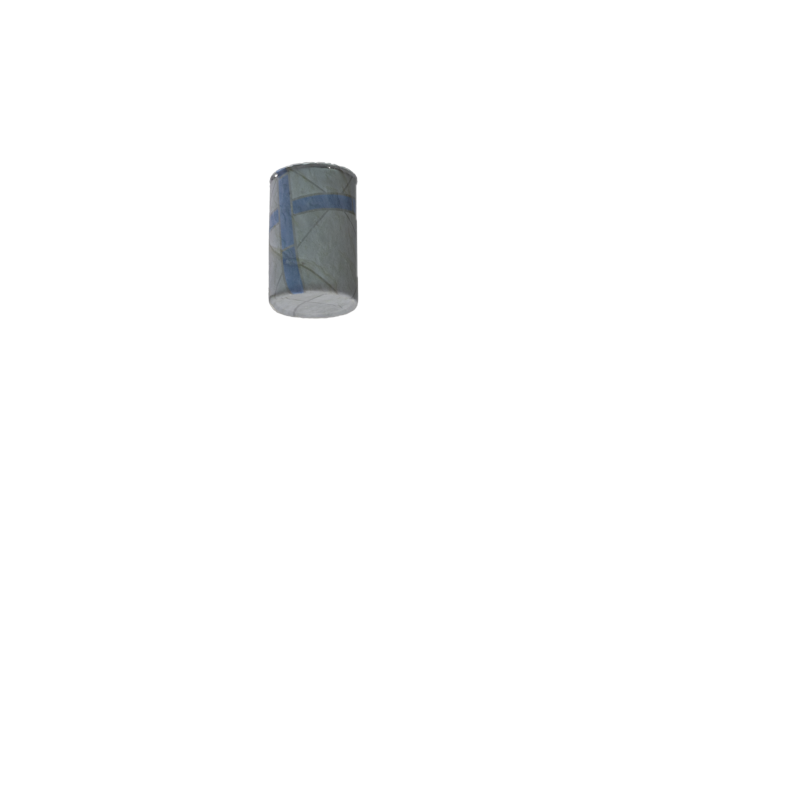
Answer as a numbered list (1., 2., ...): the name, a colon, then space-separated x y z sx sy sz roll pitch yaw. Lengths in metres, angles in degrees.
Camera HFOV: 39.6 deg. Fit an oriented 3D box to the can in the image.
1. can: -0.065 -0.119 0.836 0.068 0.107 0.066 0 -18 -2
